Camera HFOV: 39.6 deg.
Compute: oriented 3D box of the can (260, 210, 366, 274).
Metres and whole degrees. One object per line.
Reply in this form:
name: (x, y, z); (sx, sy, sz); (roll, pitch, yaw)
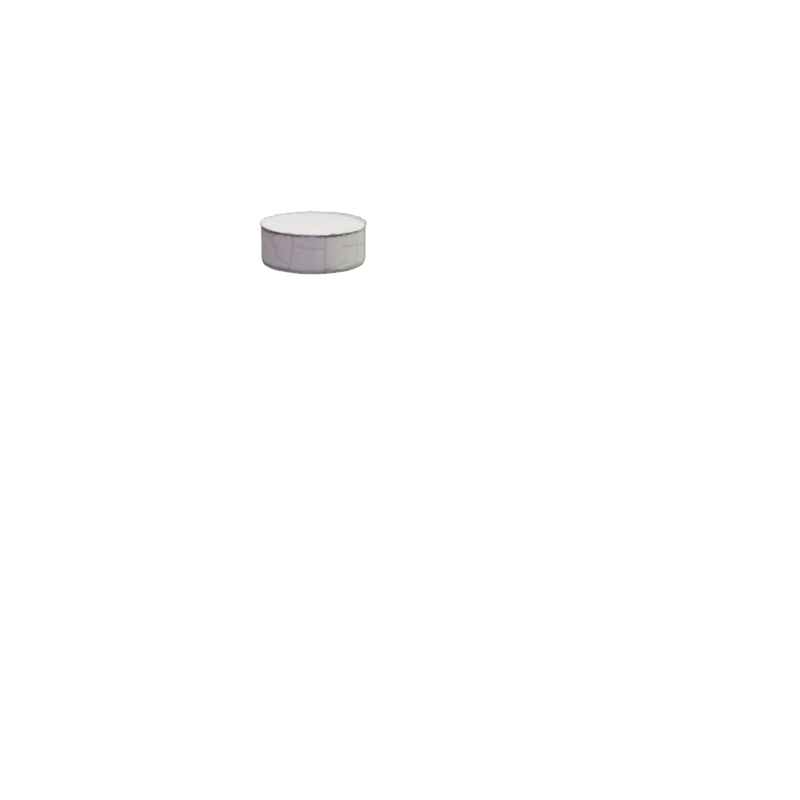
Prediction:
can: (-0.070, -0.127, 0.893); (0.086, 0.032, 0.089); (-1, 20, -2)
